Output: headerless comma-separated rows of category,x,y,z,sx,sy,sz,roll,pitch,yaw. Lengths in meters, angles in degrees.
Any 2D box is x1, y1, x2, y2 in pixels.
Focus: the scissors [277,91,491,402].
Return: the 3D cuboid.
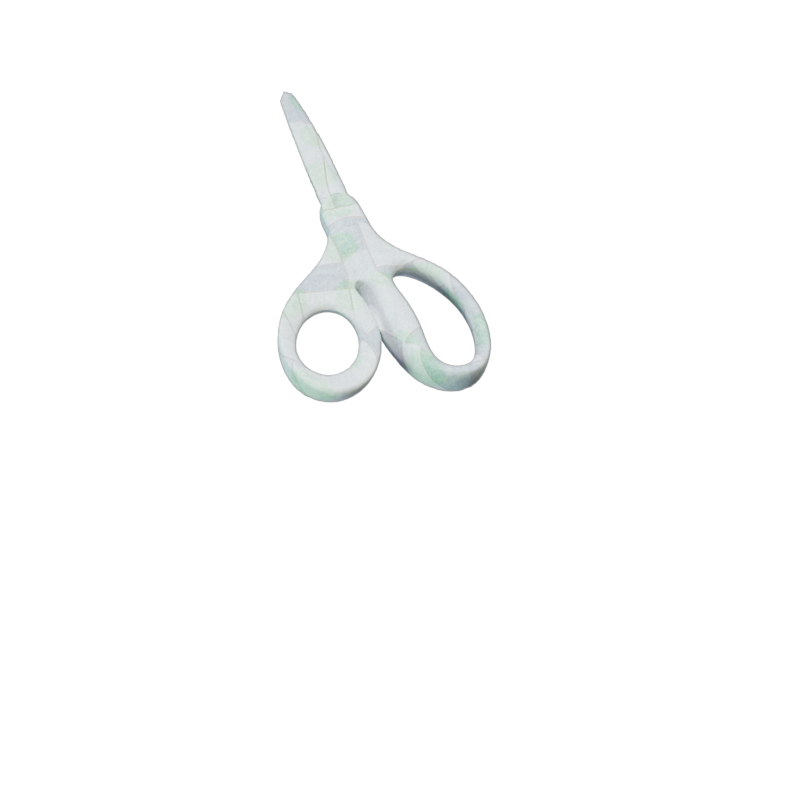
scissors,-0.039,-0.072,0.503,0.096,0.015,0.217,-26,54,-21
